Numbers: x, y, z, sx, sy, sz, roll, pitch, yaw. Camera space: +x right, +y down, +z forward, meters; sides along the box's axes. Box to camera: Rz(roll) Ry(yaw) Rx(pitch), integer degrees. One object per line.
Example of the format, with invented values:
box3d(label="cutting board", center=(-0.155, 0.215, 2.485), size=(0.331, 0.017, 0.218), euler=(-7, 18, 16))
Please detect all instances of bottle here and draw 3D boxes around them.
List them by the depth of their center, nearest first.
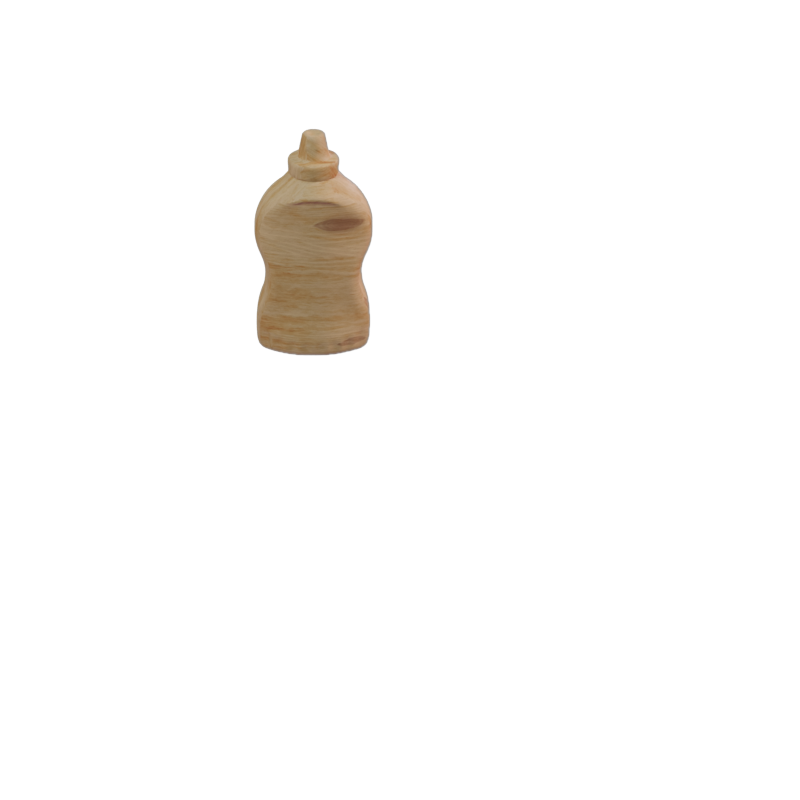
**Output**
box3d(label="bottle", center=(-0.071, -0.130, 0.909), size=(0.096, 0.180, 0.062), euler=(2, 30, -1))
